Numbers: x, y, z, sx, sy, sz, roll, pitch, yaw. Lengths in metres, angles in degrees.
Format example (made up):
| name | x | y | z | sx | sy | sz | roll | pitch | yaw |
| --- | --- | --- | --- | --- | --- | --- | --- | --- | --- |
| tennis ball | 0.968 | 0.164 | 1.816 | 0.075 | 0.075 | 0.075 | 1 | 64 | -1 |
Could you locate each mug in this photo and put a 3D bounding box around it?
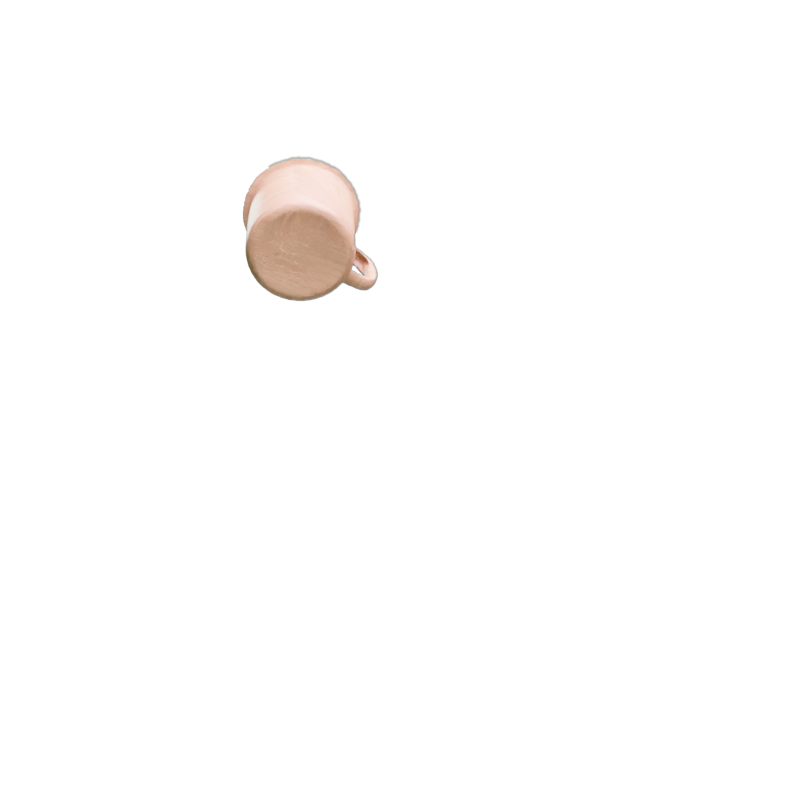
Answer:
| name | x | y | z | sx | sy | sz | roll | pitch | yaw |
| --- | --- | --- | --- | --- | --- | --- | --- | --- | --- |
| mug | -0.066 | -0.121 | 0.847 | 0.113 | 0.092 | 0.086 | 36 | 21 | -17 |
